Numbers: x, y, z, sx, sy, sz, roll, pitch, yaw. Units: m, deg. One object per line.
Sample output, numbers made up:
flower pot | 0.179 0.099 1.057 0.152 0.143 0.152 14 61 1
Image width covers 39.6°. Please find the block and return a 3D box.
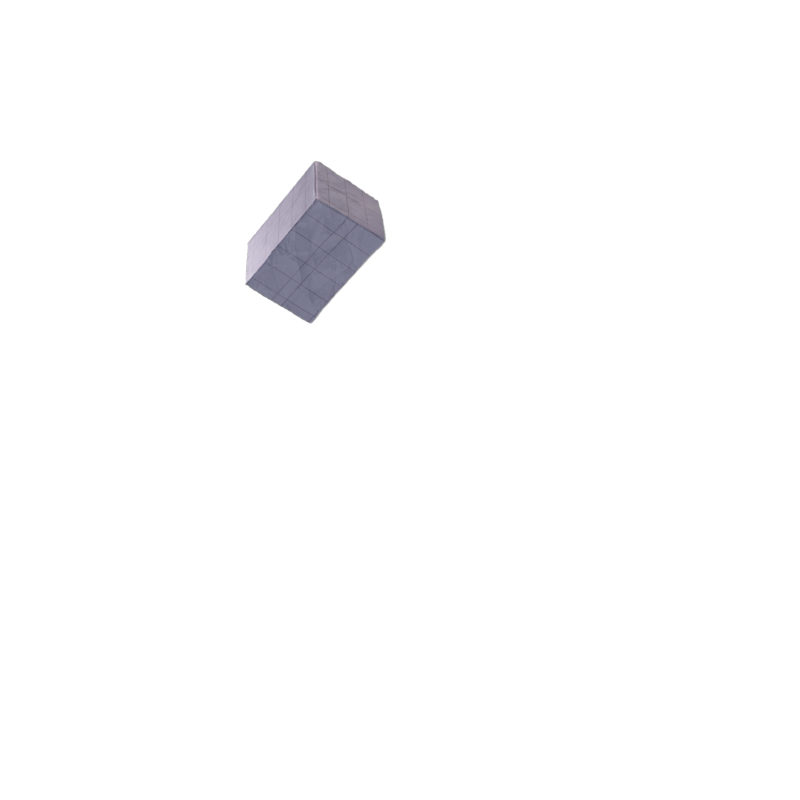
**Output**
block | -0.054 -0.098 0.689 0.050 0.076 0.055 32 29 -23
